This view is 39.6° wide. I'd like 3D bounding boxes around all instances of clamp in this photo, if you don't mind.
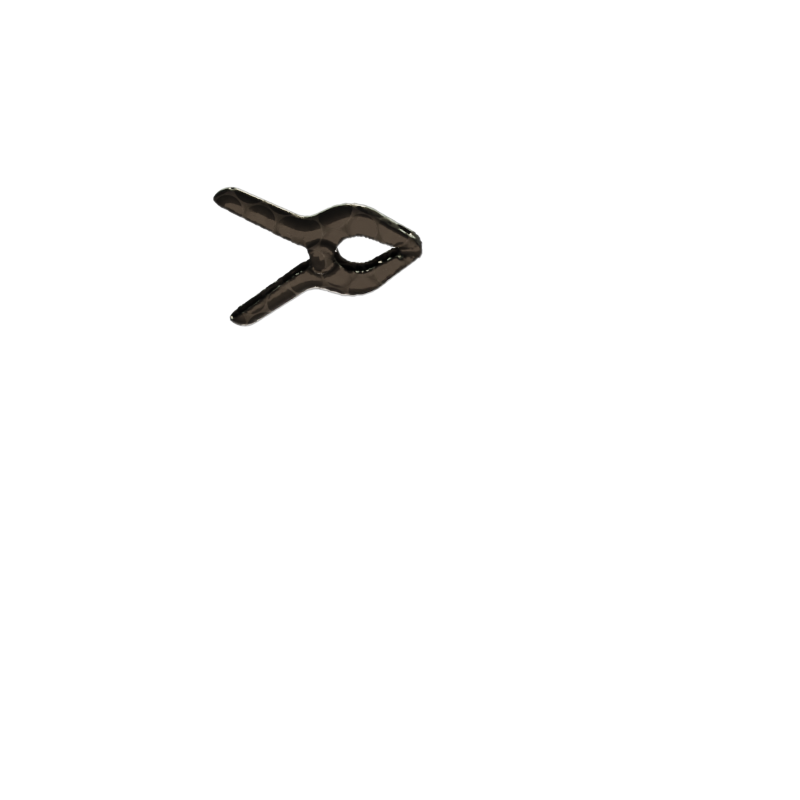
[{"bbox_3d":[-0.071,-0.129,0.904,0.172,0.113,0.042,-12,28,6],"label":"clamp"}]
